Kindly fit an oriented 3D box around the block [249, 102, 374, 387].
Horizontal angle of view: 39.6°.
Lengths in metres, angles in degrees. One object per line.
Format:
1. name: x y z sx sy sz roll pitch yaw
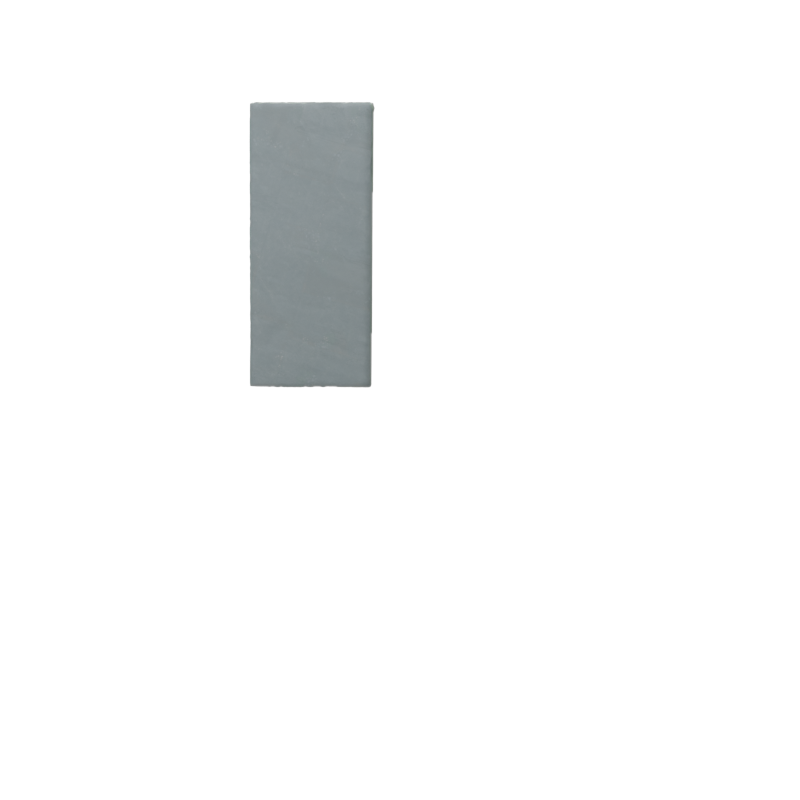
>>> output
1. block: -0.065 -0.120 0.839 0.090 0.204 0.091 0 5 0
